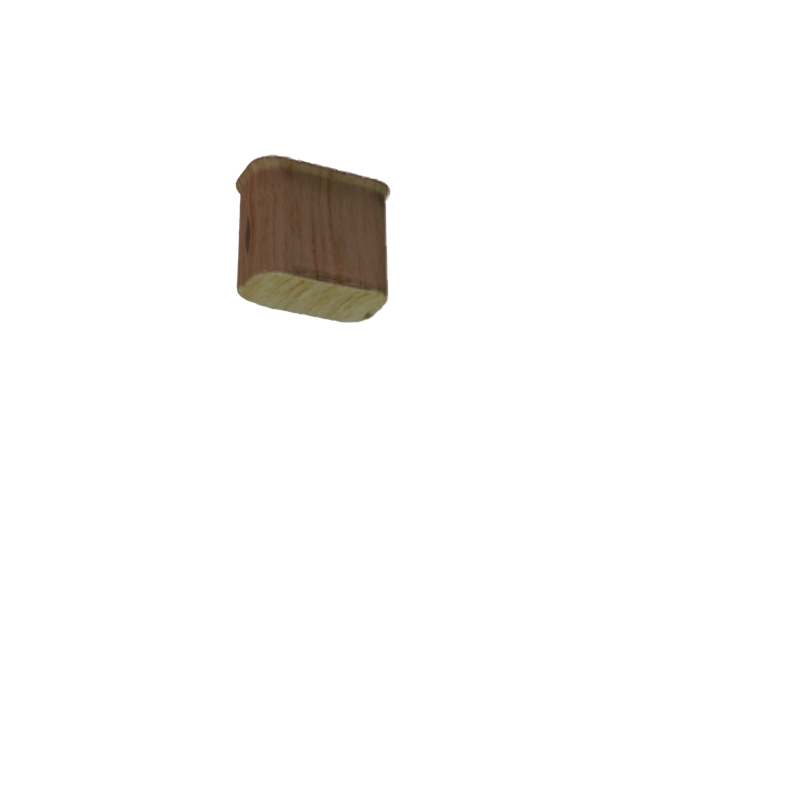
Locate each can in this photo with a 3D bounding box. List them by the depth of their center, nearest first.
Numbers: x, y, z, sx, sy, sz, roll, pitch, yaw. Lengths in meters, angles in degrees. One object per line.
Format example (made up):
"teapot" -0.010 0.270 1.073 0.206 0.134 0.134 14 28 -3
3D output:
"can" -0.057 -0.104 0.727 0.098 0.089 0.056 10 -27 -24
